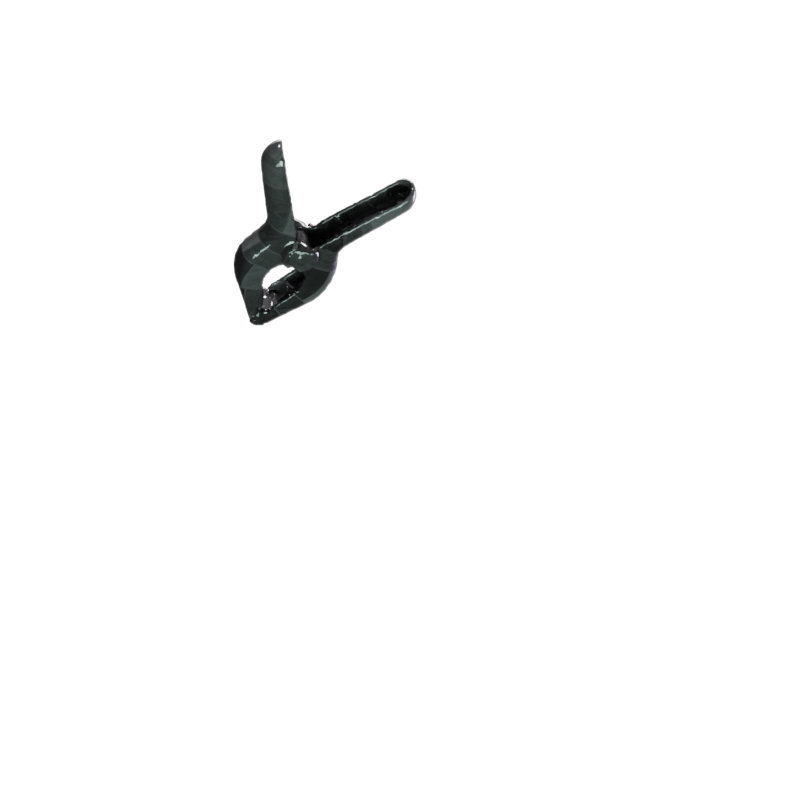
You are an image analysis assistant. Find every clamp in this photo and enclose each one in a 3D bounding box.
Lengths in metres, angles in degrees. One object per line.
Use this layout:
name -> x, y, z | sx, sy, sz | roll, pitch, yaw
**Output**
clamp -> -0.065, -0.119, 0.836 | 0.117, 0.042, 0.164 | 13, -43, -15
